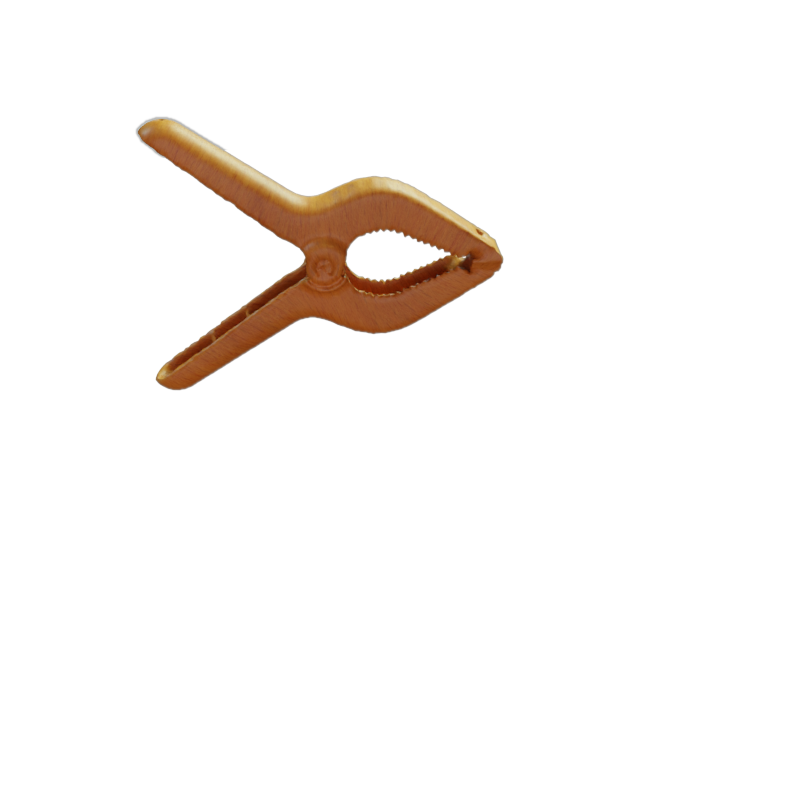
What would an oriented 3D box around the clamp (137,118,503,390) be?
[{"bbox_3d":[-0.049,-0.090,0.631,0.210,0.156,0.038,-6,24,3],"label":"clamp"}]
